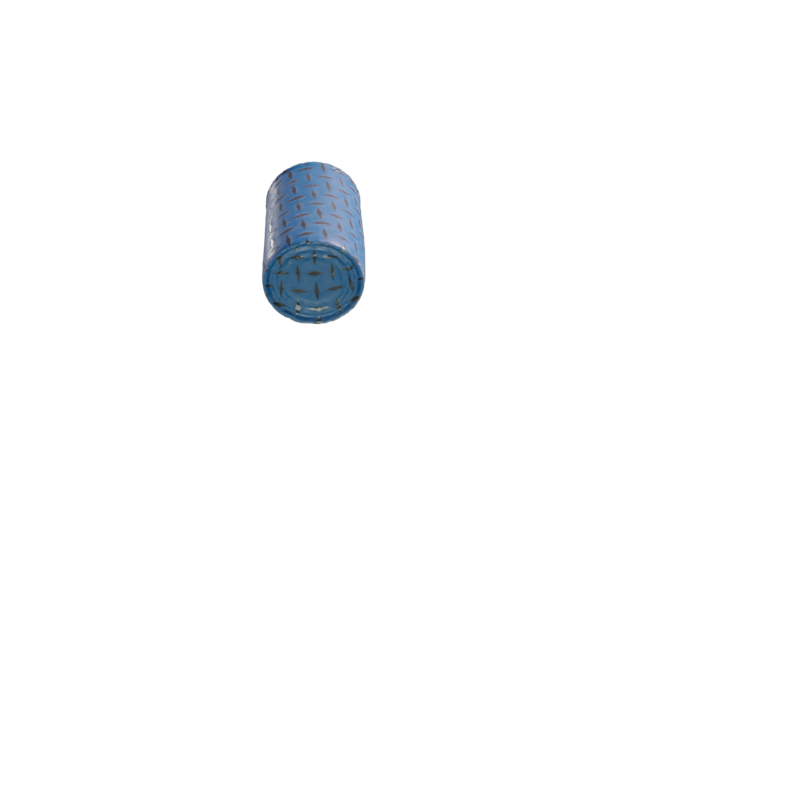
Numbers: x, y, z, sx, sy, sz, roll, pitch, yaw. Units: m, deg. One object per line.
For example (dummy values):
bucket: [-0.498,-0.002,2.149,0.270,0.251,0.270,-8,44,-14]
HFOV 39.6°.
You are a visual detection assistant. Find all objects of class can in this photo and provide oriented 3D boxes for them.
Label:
can: [-0.059,-0.107,0.748,0.068,0.064,0.109,-1,37,-3]
